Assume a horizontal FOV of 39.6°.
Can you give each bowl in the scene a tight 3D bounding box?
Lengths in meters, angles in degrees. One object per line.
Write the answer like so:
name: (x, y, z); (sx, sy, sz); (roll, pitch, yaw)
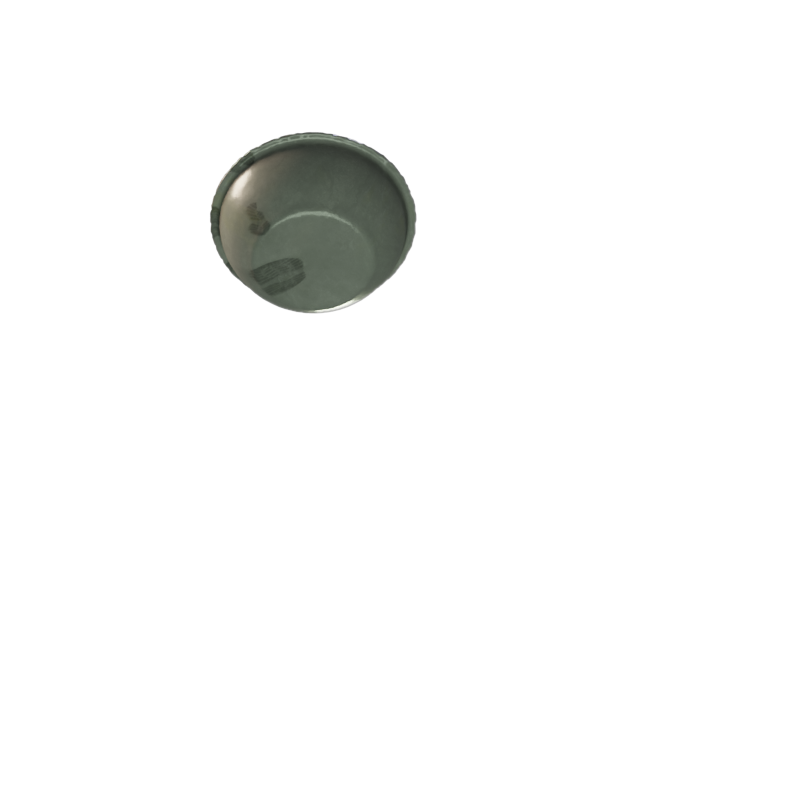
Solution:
bowl: (-0.066, -0.121, 0.847); (0.162, 0.152, 0.059); (1, 37, -1)
